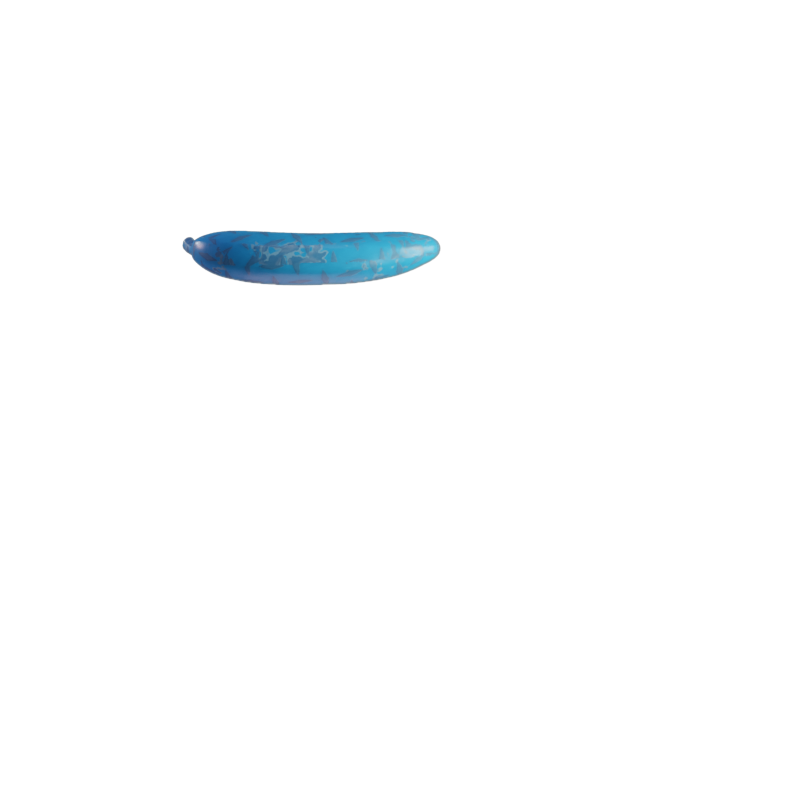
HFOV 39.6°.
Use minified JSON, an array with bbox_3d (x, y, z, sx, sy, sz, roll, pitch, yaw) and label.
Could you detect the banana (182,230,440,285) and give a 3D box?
[{"bbox_3d":[-0.070,-0.109,0.817,0.199,0.035,0.073,3,29,5],"label":"banana"}]
